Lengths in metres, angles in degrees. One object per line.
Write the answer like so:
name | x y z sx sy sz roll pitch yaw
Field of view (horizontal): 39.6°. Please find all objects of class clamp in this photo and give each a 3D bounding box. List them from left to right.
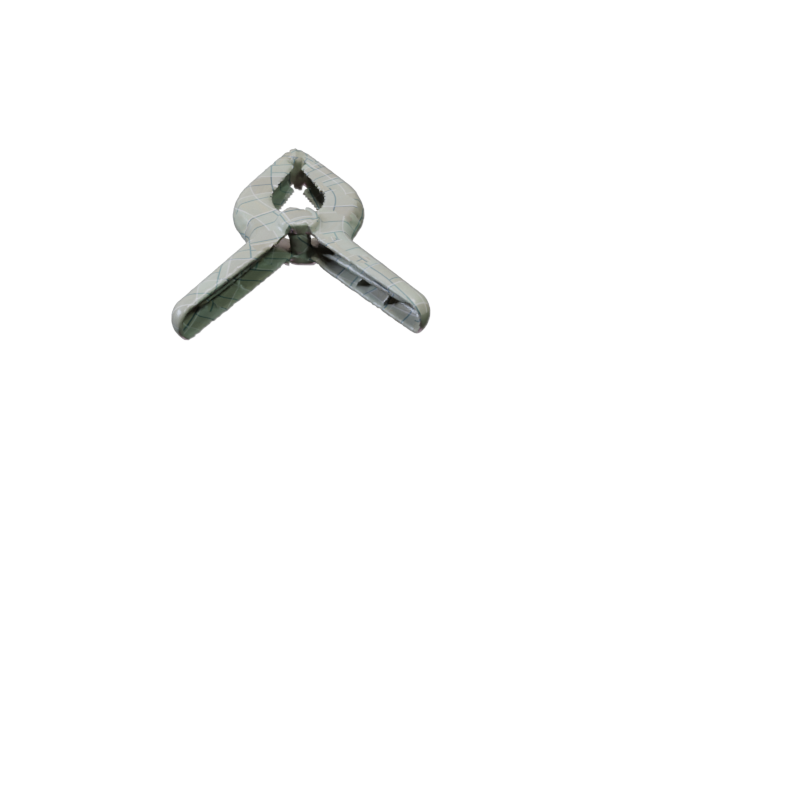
clamp | -0.061 -0.111 0.777 0.165 0.034 0.224 2 40 2
